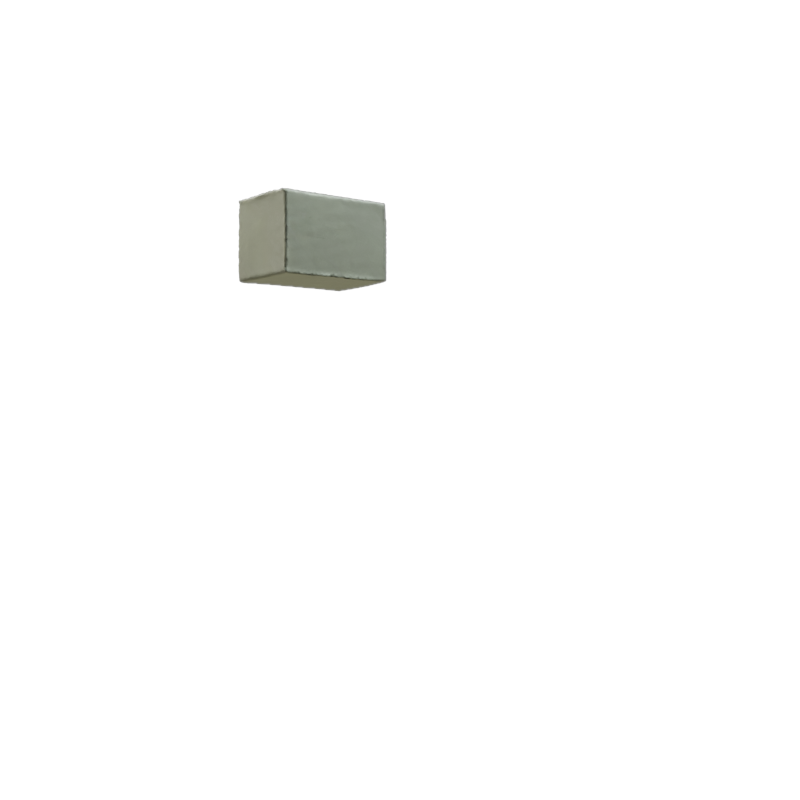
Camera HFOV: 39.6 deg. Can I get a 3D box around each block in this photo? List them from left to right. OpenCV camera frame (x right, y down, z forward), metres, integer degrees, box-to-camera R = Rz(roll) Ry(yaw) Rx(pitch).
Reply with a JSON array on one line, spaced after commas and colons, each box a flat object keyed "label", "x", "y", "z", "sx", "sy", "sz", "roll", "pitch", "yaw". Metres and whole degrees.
[{"label": "block", "x": -0.053, "y": -0.097, "z": 0.680, "sx": 0.075, "sy": 0.052, "sz": 0.054, "roll": 3, "pitch": -7, "yaw": -38}]
